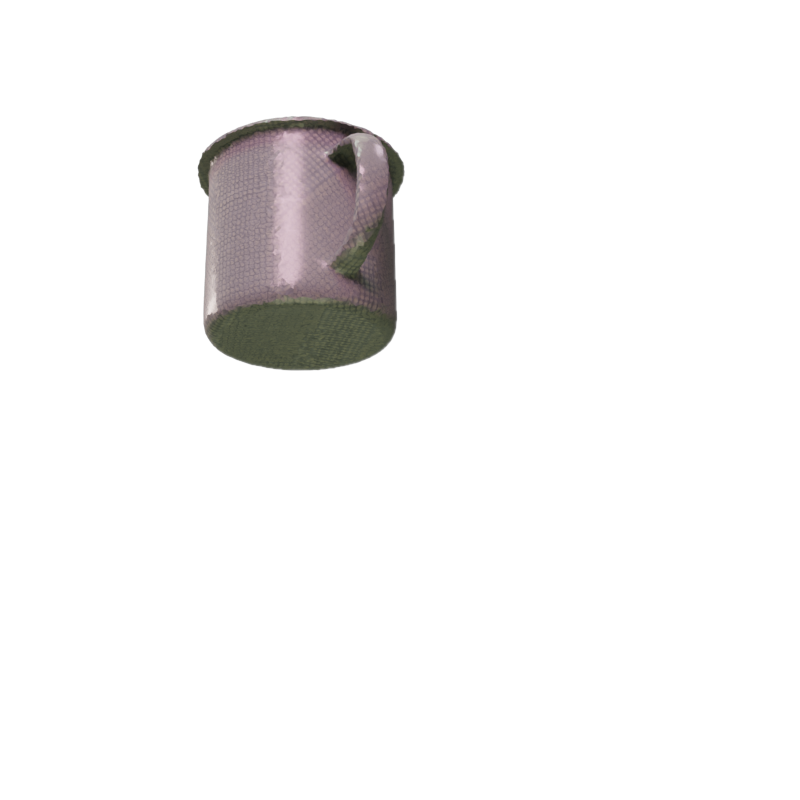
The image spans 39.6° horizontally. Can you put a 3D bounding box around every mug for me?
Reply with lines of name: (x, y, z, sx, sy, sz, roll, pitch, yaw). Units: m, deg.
mug: (-0.037, -0.067, 0.471, 0.089, 0.086, 0.116, 13, -27, -28)
